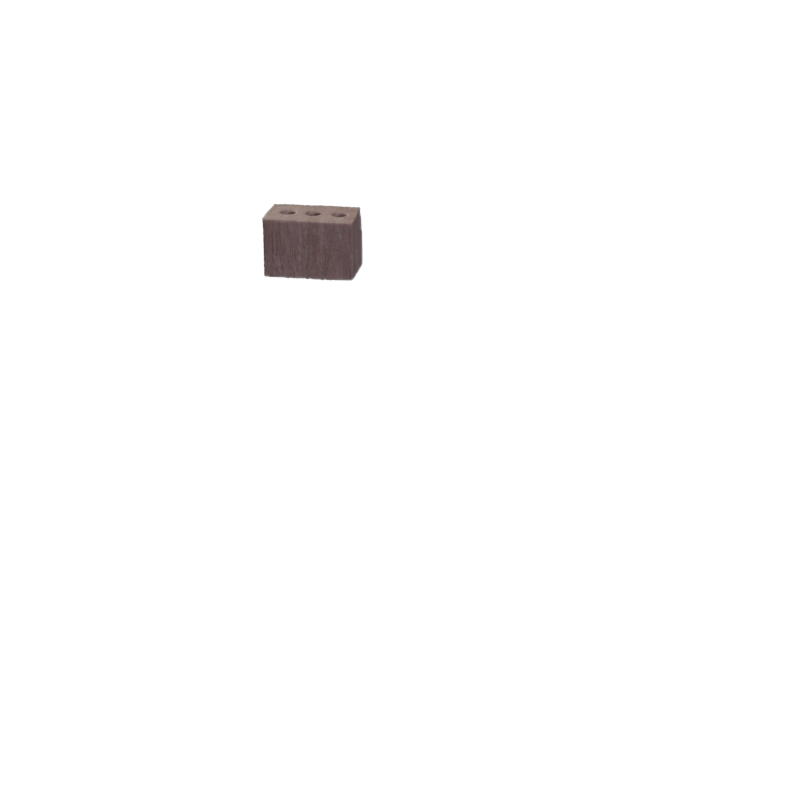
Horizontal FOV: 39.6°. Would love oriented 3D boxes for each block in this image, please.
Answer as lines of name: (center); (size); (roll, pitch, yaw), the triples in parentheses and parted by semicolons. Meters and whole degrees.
block: (-0.073, -0.133, 0.932); (0.079, 0.049, 0.054); (3, 20, 8)
